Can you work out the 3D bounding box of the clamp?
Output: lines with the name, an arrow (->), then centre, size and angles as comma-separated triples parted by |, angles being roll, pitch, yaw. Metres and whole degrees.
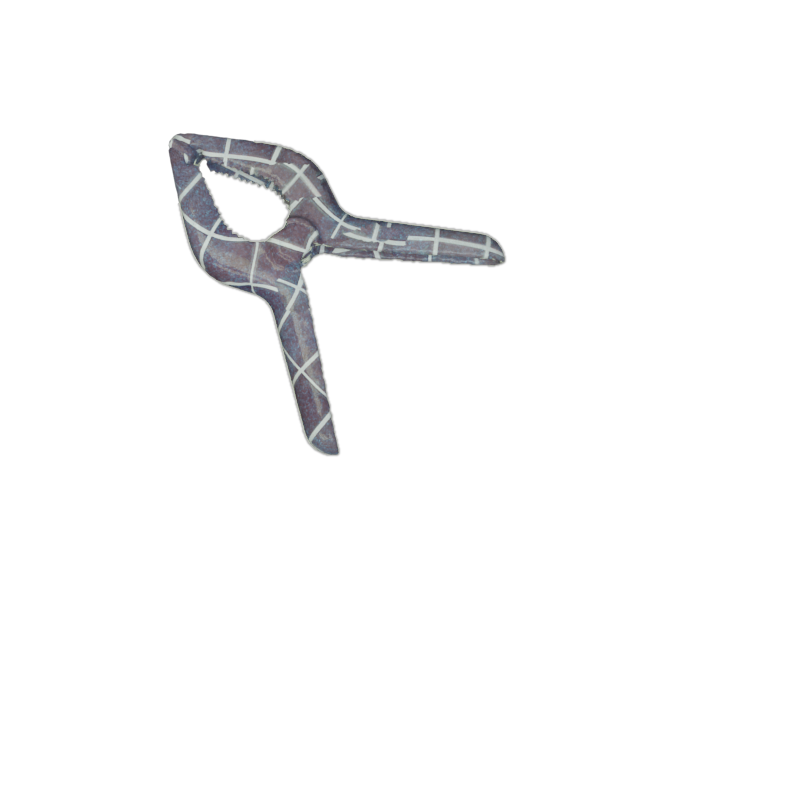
clamp -> -0.053, -0.096, 0.675 | 0.165, 0.216, 0.035 | -41, -11, -10
